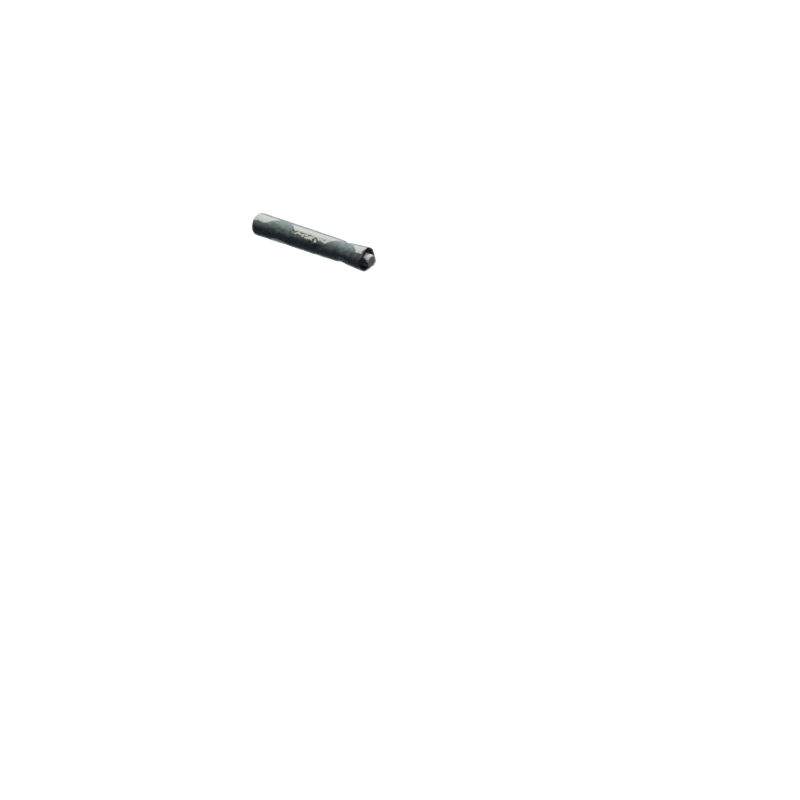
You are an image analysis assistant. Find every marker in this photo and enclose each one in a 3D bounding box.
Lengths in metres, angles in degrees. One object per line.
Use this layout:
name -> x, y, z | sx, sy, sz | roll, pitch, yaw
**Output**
marker -> -0.067, -0.123, 0.860 | 0.128, 0.019, 0.019 | 23, 18, 38
